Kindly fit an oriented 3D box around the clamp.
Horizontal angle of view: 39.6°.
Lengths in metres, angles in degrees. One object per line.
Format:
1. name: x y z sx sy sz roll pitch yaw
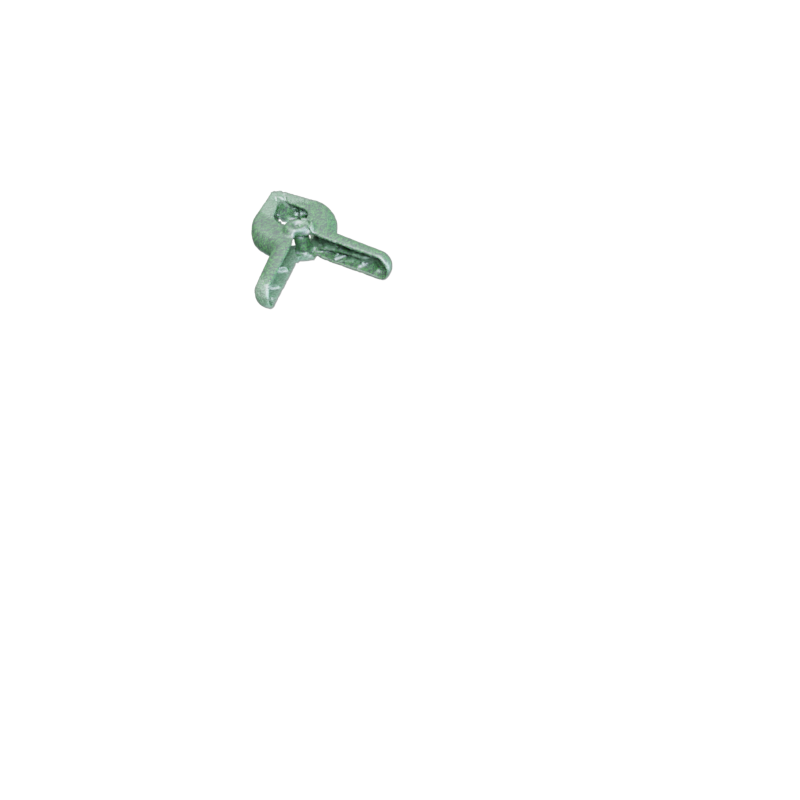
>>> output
1. clamp: -0.078 -0.143 0.998 0.119 0.037 0.185 -6 38 -8
